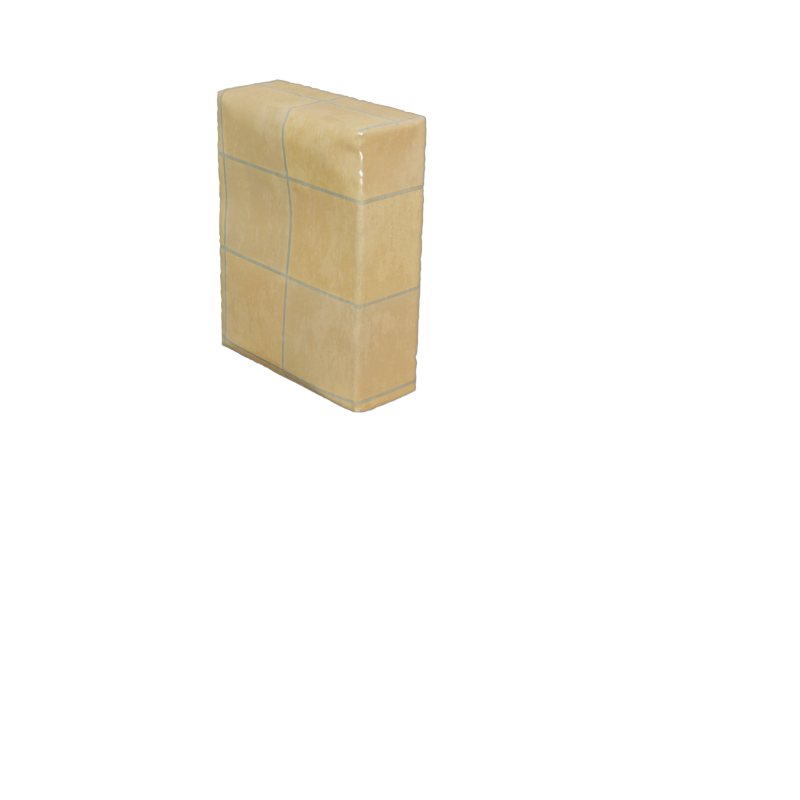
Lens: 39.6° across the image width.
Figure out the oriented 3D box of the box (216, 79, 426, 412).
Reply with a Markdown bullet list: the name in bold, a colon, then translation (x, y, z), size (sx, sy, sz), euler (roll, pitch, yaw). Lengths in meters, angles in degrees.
- **box**: translation (-0.065, -0.119, 0.830), size (0.071, 0.204, 0.175), euler (-18, 30, -39)
